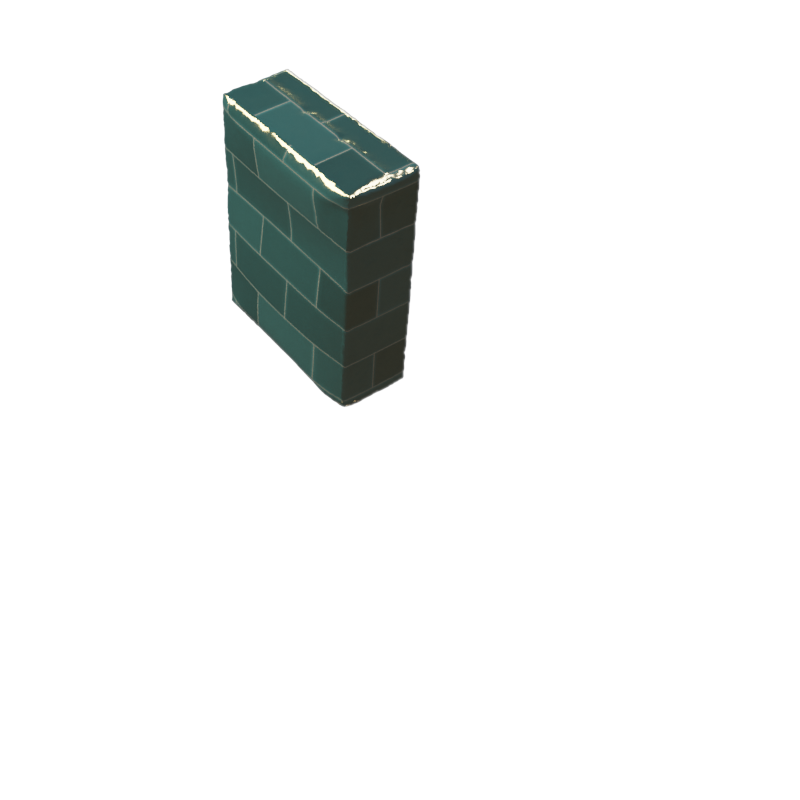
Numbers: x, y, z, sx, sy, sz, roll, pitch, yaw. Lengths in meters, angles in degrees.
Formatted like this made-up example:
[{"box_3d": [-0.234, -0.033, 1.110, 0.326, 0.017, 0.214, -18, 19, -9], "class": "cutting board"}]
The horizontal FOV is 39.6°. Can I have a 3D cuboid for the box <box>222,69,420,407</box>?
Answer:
[{"box_3d": [-0.068, -0.124, 0.865, 0.071, 0.199, 0.177, -26, 50, -28], "class": "box"}]
